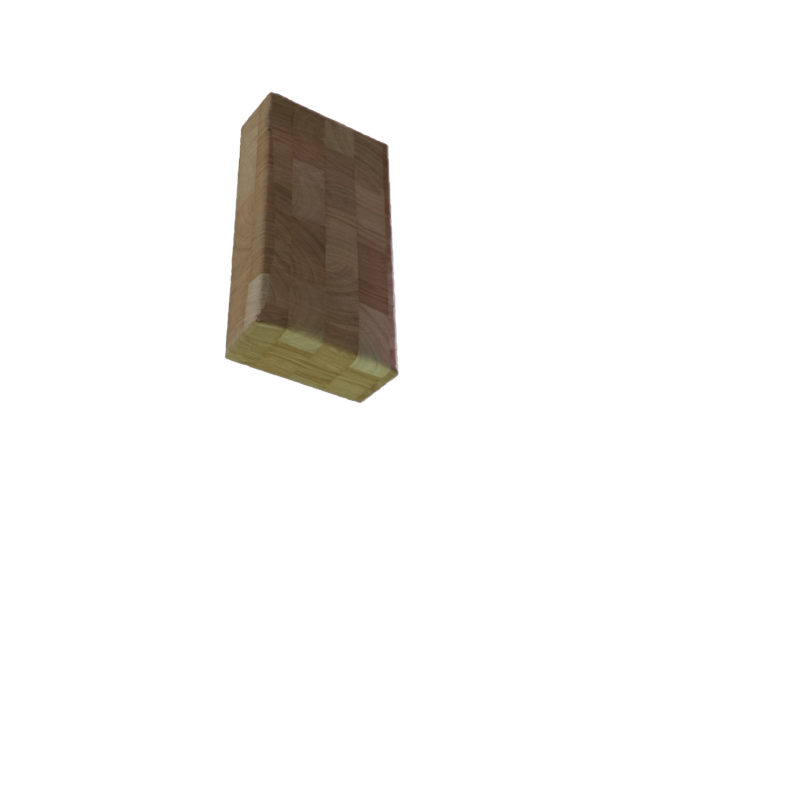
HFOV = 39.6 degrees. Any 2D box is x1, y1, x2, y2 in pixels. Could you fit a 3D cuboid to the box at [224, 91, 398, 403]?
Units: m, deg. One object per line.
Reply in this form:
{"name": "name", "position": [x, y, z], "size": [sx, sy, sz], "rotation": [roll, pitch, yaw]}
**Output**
{"name": "box", "position": [-0.052, -0.094, 0.662], "size": [0.089, 0.189, 0.047], "rotation": [20, -43, -27]}
